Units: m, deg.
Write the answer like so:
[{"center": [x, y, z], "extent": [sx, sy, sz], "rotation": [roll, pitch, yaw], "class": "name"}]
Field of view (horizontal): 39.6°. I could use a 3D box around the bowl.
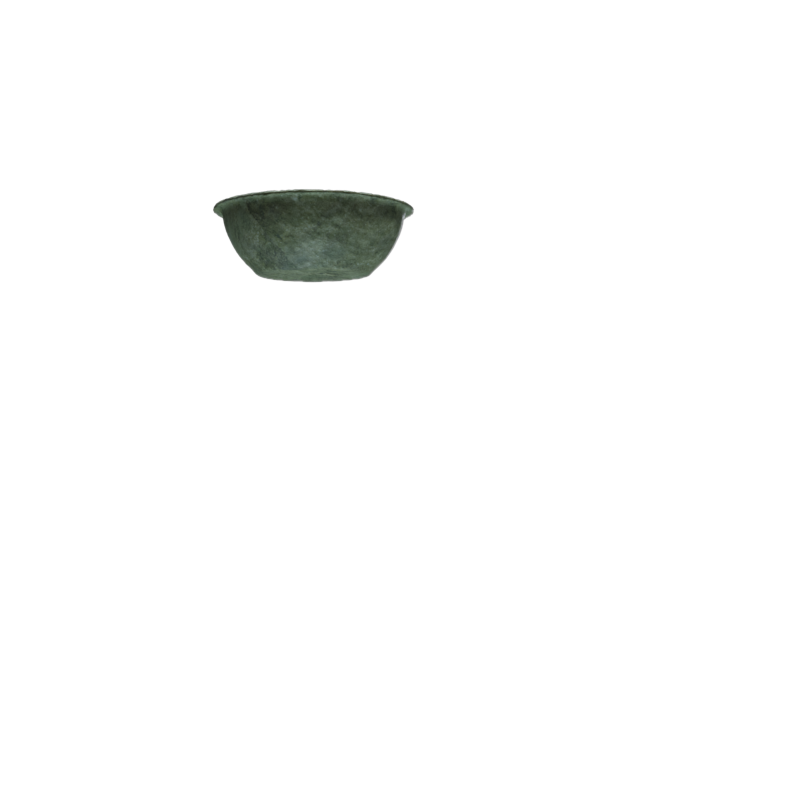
[{"center": [-0.070, -0.127, 0.889], "extent": [0.162, 0.056, 0.160], "rotation": [0, -2, -2], "class": "bowl"}]
